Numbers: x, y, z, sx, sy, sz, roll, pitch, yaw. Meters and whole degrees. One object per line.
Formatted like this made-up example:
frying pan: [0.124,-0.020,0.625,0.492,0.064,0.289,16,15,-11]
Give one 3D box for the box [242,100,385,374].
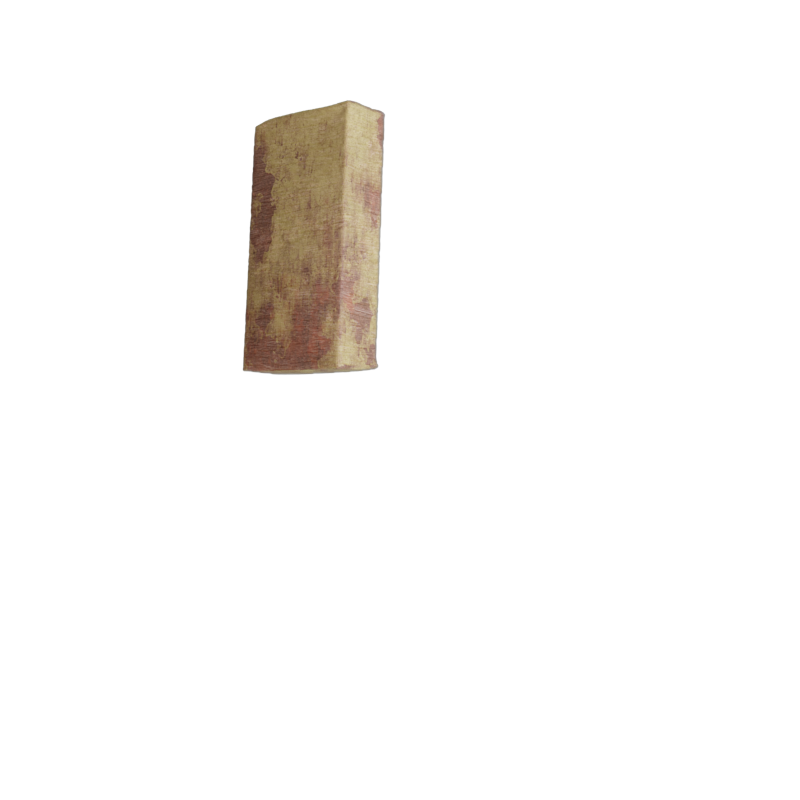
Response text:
box: [-0.059,-0.107,0.749,0.096,0.180,0.046,-7,-10,41]
